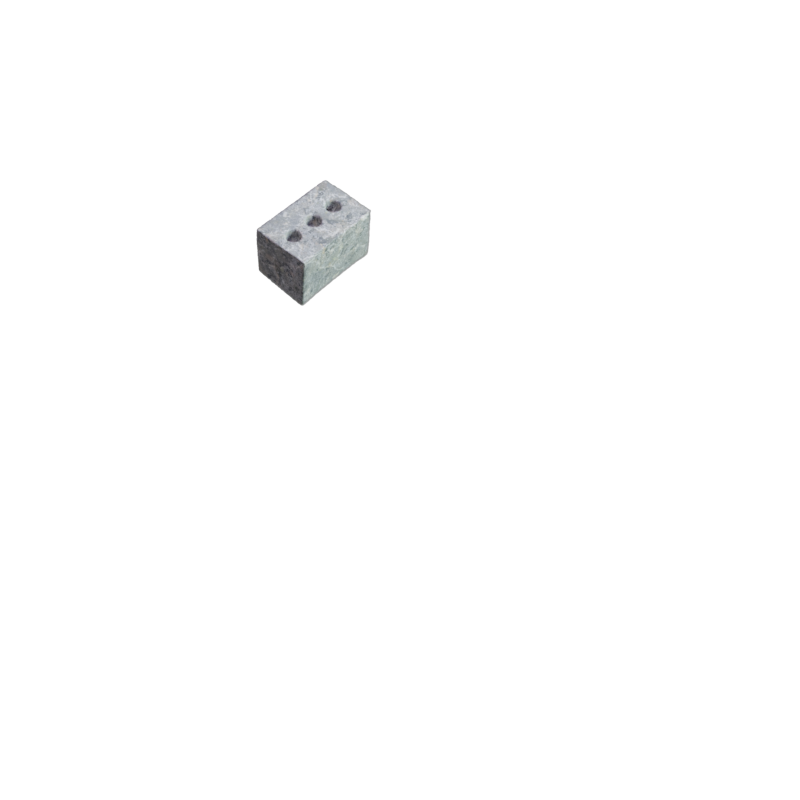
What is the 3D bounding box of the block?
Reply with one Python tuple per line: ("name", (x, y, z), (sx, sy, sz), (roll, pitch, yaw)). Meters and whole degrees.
("block", (-0.068, -0.125, 0.874), (0.056, 0.048, 0.079), (36, 60, 23))
